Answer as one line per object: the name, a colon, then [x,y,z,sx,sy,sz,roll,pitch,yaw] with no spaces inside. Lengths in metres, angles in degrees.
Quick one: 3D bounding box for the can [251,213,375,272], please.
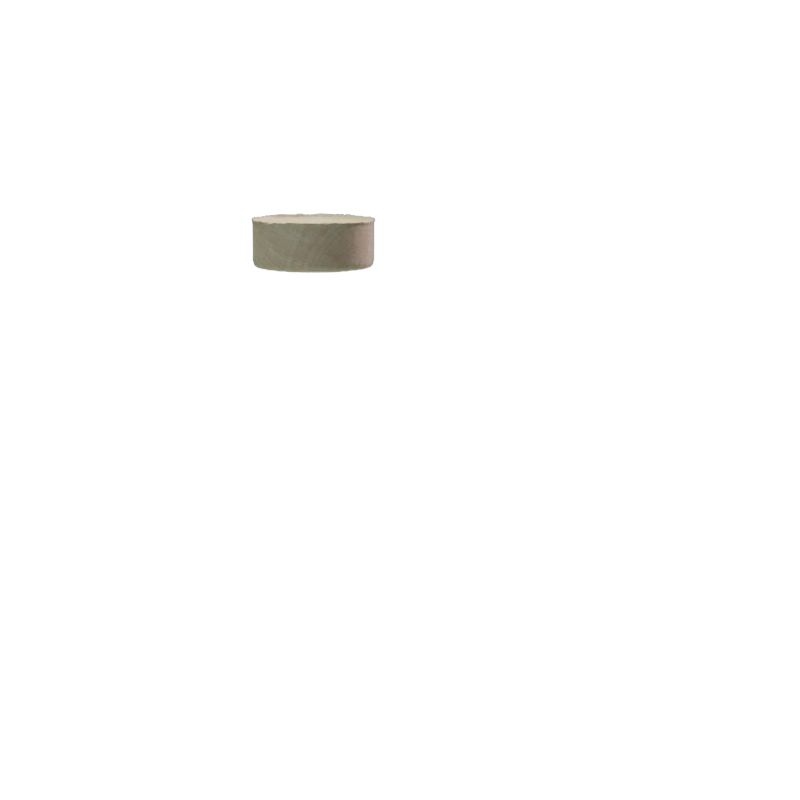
can: [-0.060,-0.110,0.770,0.086,0.033,0.088,0,13,-2]
